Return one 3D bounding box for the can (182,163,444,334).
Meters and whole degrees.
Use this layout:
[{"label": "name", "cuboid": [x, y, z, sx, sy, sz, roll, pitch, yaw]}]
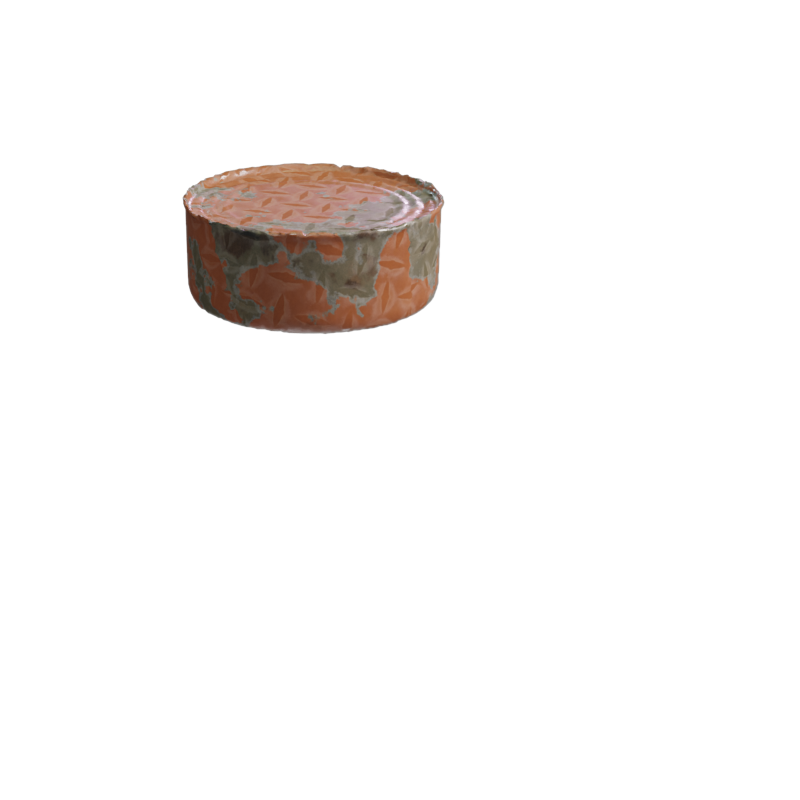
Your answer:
[{"label": "can", "cuboid": [-0.029, -0.053, 0.370, 0.086, 0.032, 0.090, -1, 24, -2]}]
